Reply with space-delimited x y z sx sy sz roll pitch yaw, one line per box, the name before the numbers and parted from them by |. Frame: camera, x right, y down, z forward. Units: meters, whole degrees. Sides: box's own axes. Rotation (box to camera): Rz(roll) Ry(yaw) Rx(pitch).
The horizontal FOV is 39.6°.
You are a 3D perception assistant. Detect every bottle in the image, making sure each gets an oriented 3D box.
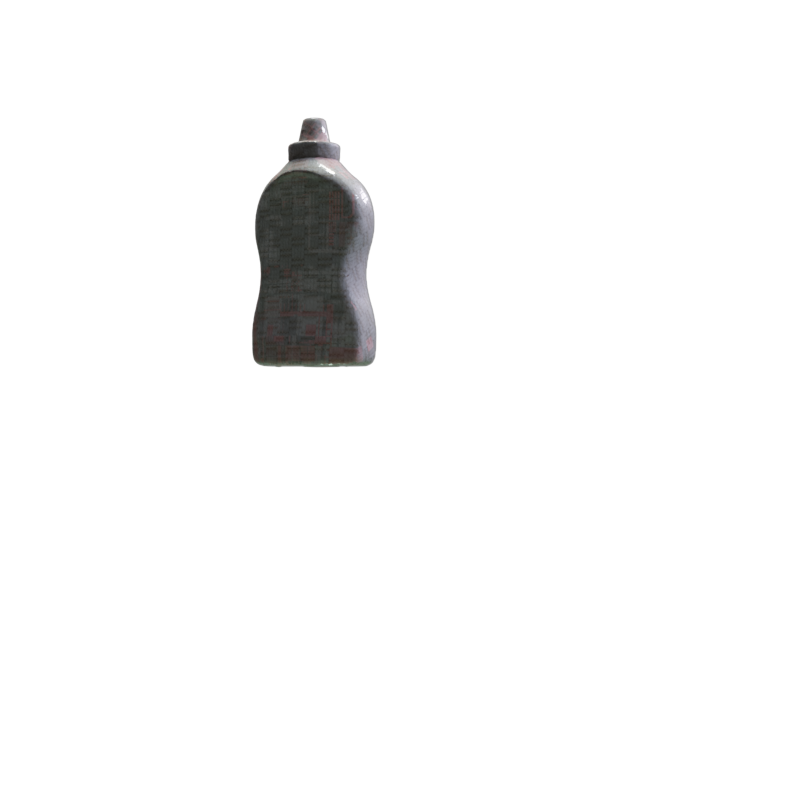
bottle | -0.067 -0.122 0.855 0.099 0.194 0.056 -3 -5 31
